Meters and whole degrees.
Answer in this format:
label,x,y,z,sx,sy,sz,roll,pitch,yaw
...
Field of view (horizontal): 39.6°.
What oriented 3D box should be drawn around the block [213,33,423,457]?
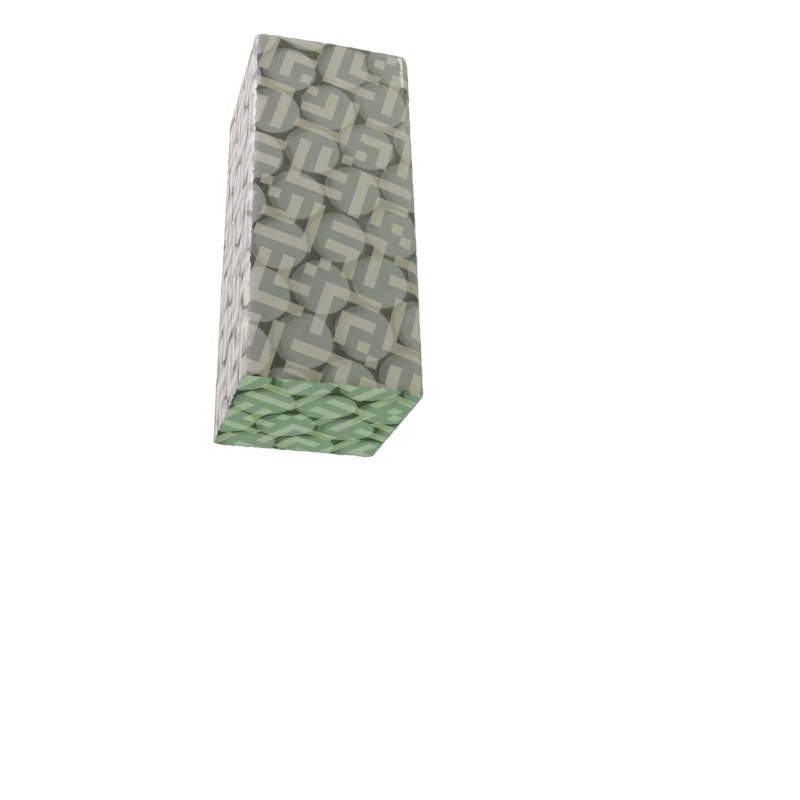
label,x,y,z,sx,sy,sz,roll,pitch,yaw
block,-0.046,-0.086,0.602,0.088,0.219,0.087,6,-30,-15
